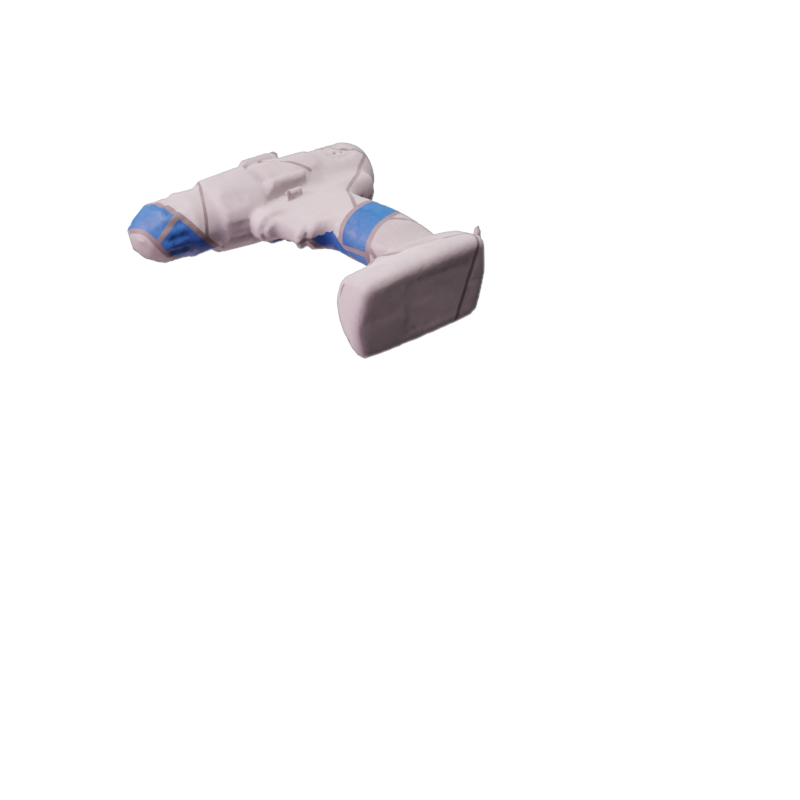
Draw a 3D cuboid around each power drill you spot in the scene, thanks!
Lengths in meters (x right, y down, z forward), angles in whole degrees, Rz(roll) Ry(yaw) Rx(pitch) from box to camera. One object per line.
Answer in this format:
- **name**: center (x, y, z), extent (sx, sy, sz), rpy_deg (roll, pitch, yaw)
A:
- **power drill**: center (-0.055, -0.100, 0.702), extent (0.183, 0.054, 0.202), rpy_deg (-25, 44, -29)
